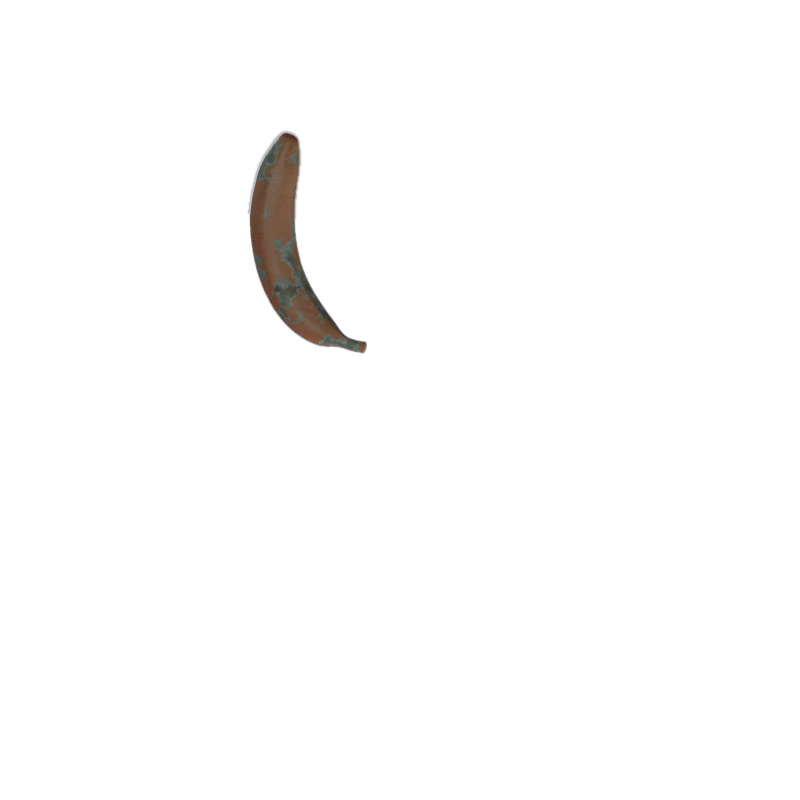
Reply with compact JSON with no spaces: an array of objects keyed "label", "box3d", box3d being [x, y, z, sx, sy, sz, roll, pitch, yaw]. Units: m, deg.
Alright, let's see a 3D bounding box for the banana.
[{"label":"banana","box3d":[-0.088,-0.122,0.918,0.070,0.189,0.038,-17,18,5]}]
